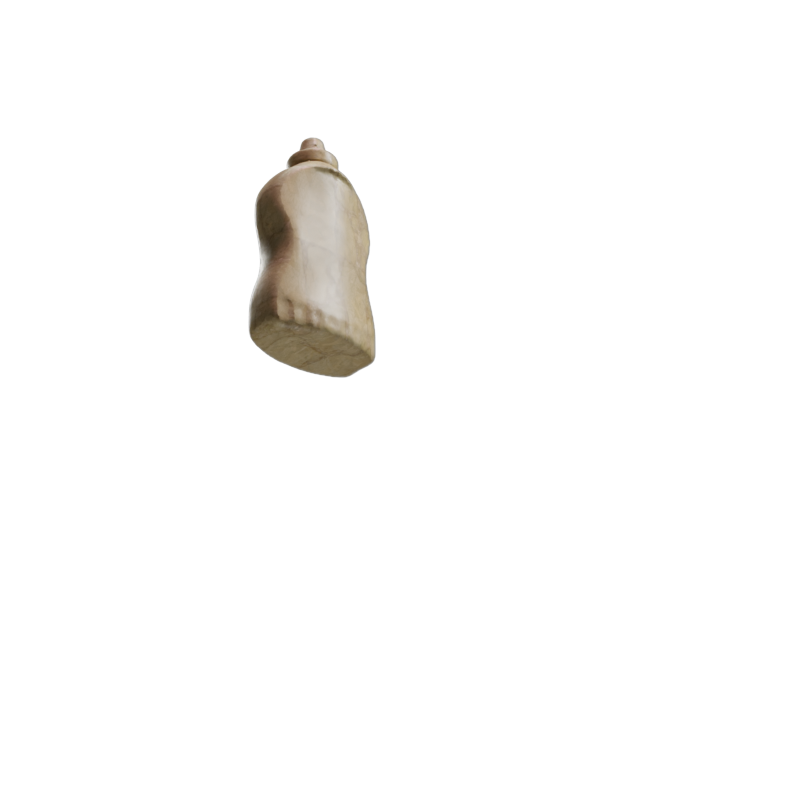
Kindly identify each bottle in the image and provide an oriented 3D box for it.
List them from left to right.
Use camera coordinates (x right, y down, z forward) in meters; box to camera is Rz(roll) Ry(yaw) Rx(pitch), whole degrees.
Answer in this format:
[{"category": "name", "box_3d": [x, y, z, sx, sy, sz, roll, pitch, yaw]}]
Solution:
[{"category": "bottle", "box_3d": [-0.065, -0.118, 0.827, 0.091, 0.205, 0.058, 21, -39, -33]}]
